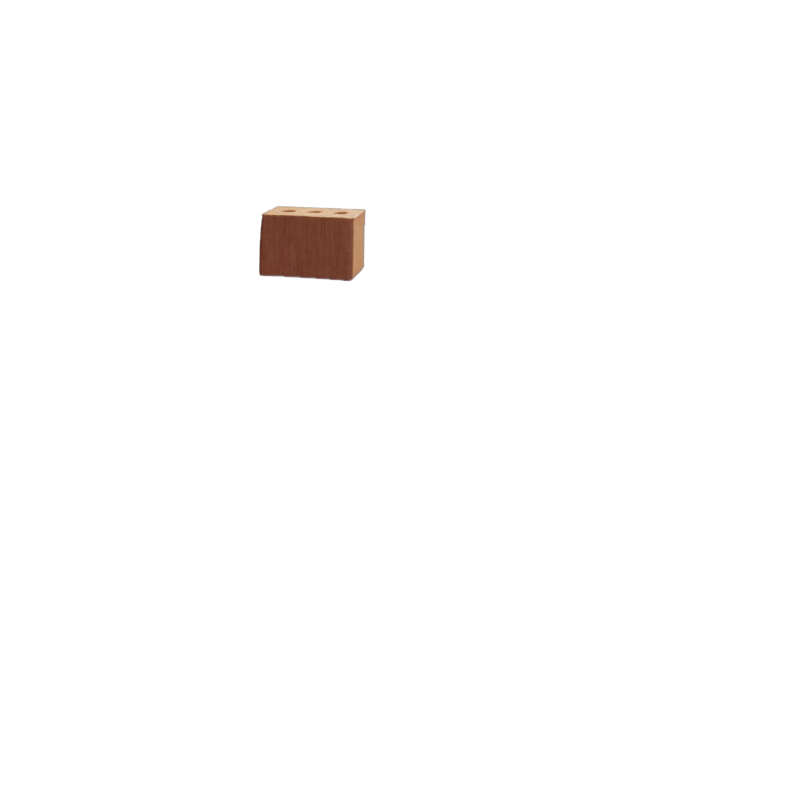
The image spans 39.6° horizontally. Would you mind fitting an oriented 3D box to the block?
[{"bbox_3d":[-0.071,-0.129,0.902,0.079,0.050,0.053,4,15,12],"label":"block"}]
